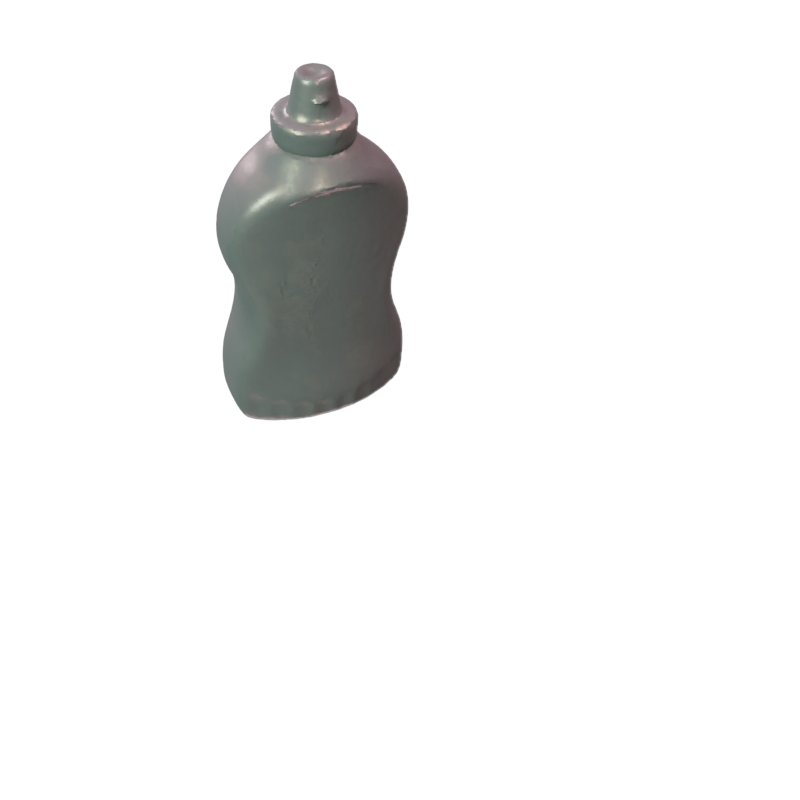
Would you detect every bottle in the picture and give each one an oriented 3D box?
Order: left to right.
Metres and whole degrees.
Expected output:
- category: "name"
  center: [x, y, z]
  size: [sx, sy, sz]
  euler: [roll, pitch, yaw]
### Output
- category: "bottle"
  center: [-0.043, -0.079, 0.556]
  size: [0.095, 0.179, 0.063]
  euler: [-13, 42, -19]
